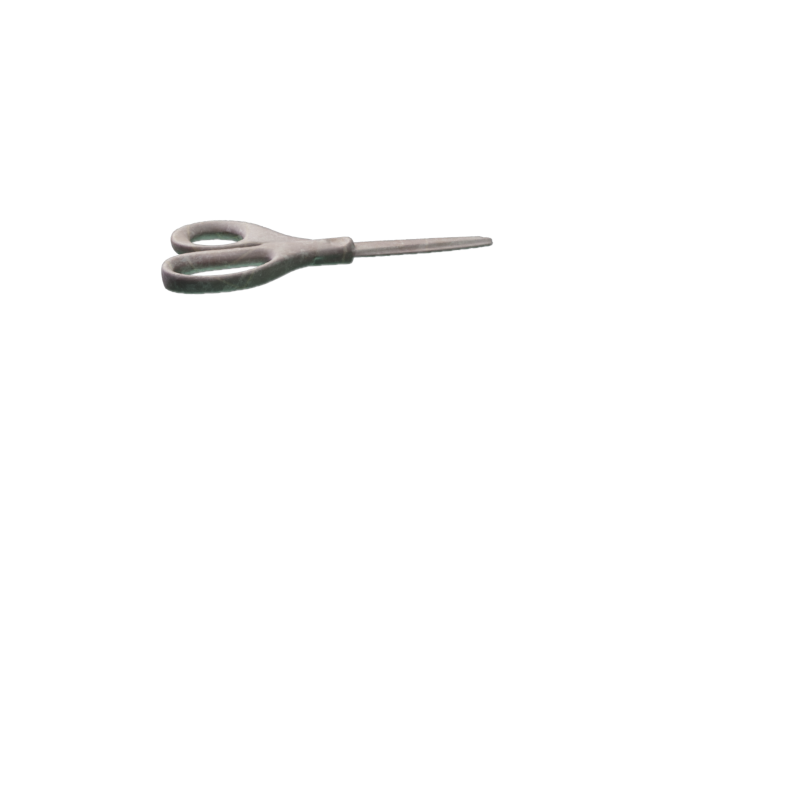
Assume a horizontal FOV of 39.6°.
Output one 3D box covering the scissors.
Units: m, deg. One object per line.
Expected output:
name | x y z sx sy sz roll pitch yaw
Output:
scissors | -0.054 -0.098 0.685 0.198 0.015 0.103 -13 32 -22
